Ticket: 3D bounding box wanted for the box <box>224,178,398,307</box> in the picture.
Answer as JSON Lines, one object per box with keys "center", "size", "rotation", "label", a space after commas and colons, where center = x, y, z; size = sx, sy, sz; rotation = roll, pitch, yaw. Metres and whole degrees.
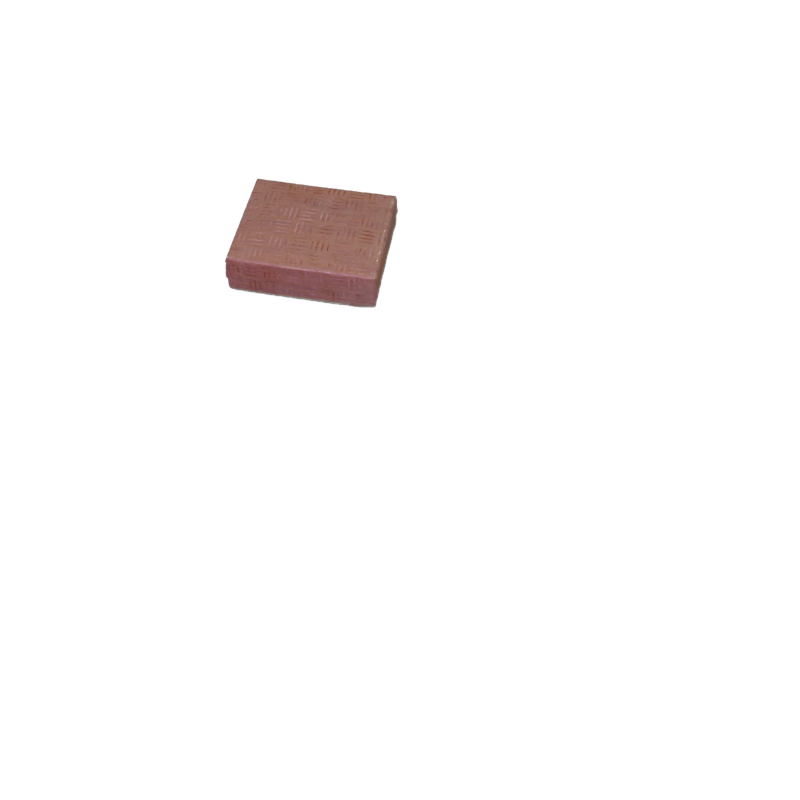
{"center": [-0.065, -0.118, 0.825], "size": [0.115, 0.095, 0.036], "rotation": [9, -40, 7], "label": "box"}
